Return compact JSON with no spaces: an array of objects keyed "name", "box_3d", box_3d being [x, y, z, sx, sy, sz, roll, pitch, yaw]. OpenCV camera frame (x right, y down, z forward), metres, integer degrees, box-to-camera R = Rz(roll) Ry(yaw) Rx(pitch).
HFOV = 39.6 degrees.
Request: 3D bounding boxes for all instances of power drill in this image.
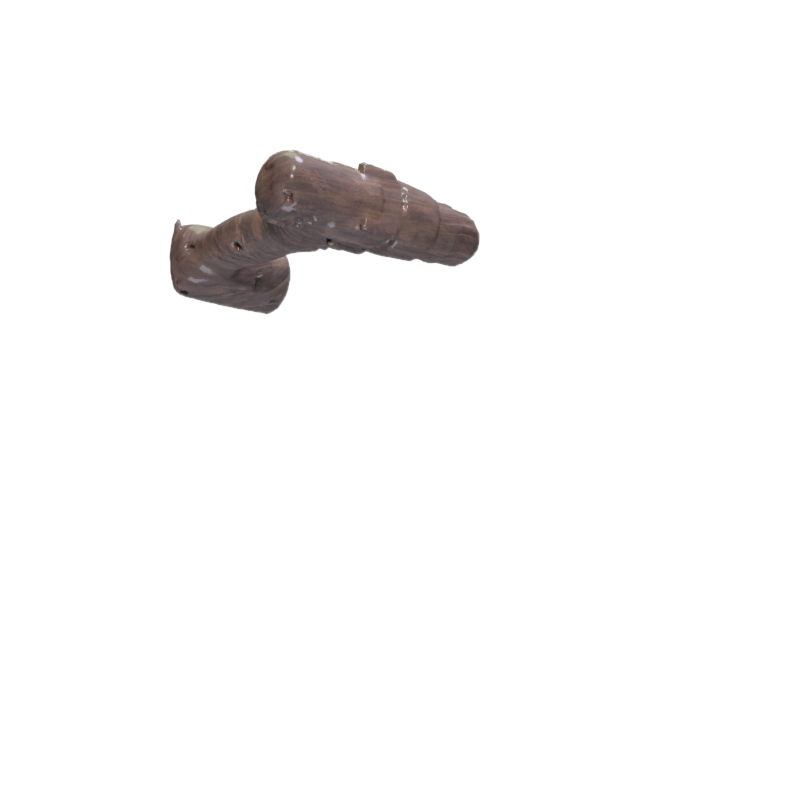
[{"name":"power drill","box_3d":[-0.062,-0.114,0.795,0.174,0.060,0.189,14,-22,-39]}]
